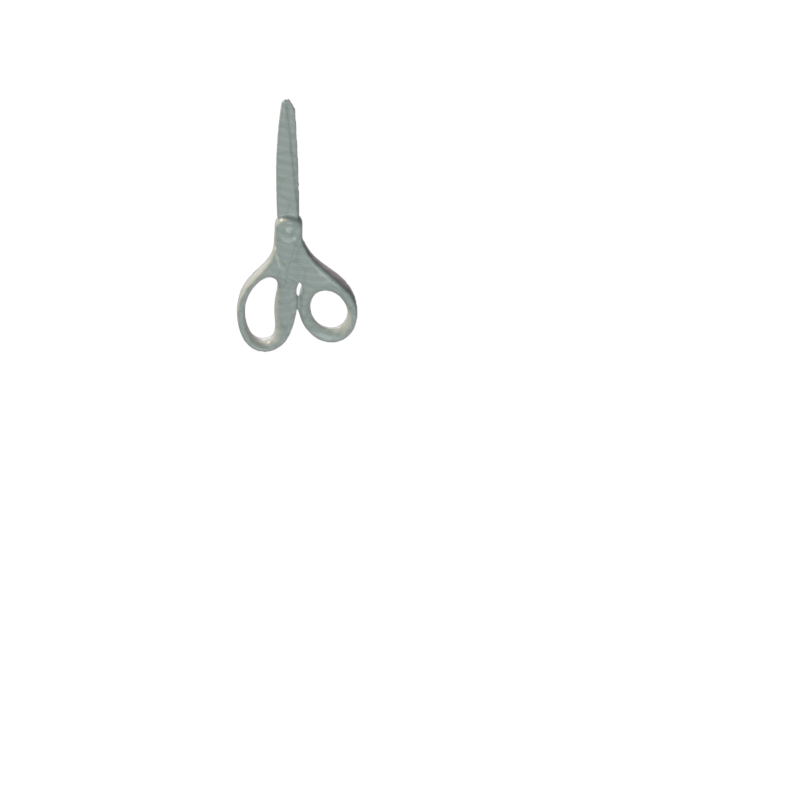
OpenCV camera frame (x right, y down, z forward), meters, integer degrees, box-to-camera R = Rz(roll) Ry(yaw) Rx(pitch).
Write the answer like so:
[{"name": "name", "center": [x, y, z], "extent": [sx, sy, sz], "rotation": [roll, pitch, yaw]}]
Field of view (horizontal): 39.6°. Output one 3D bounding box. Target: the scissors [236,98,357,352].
[{"name": "scissors", "center": [-0.060, -0.110, 0.770], "extent": [0.094, 0.192, 0.017], "rotation": [15, 35, -11]}]
